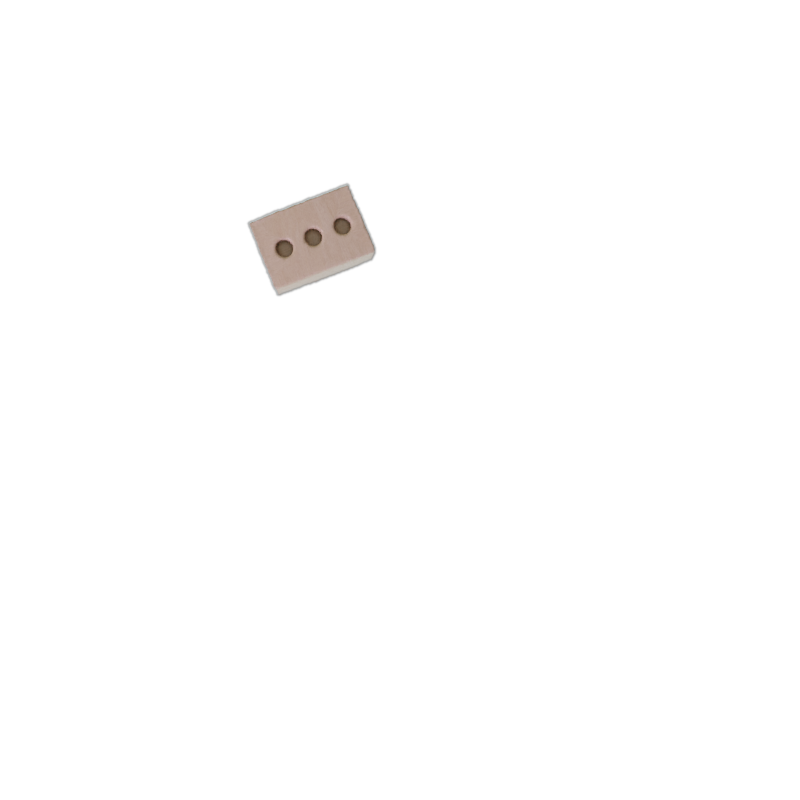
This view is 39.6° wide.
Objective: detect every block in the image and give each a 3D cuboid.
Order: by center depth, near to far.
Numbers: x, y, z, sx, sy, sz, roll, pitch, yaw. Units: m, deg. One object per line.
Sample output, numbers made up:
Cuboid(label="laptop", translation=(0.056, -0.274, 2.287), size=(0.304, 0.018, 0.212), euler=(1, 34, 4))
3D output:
Cuboid(label="block", translation=(-0.062, -0.114, 0.796), size=(0.078, 0.054, 0.050), euler=(-22, -4, -4))
